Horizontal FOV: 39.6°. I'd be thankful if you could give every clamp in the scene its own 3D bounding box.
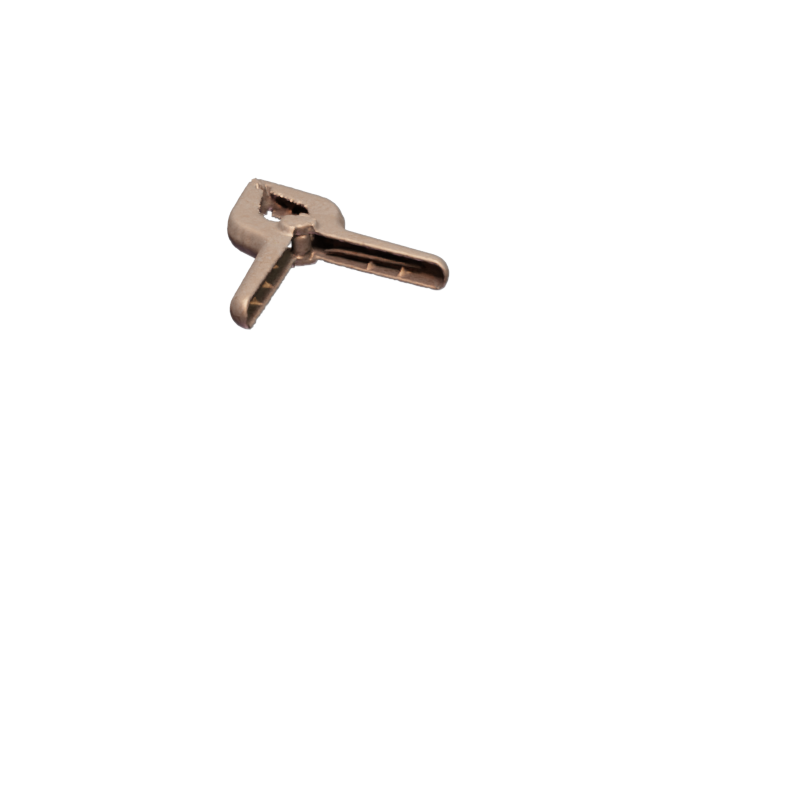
[{"bbox_3d":[-0.067,-0.123,0.860,0.162,0.034,0.226,-9,33,-14],"label":"clamp"}]
